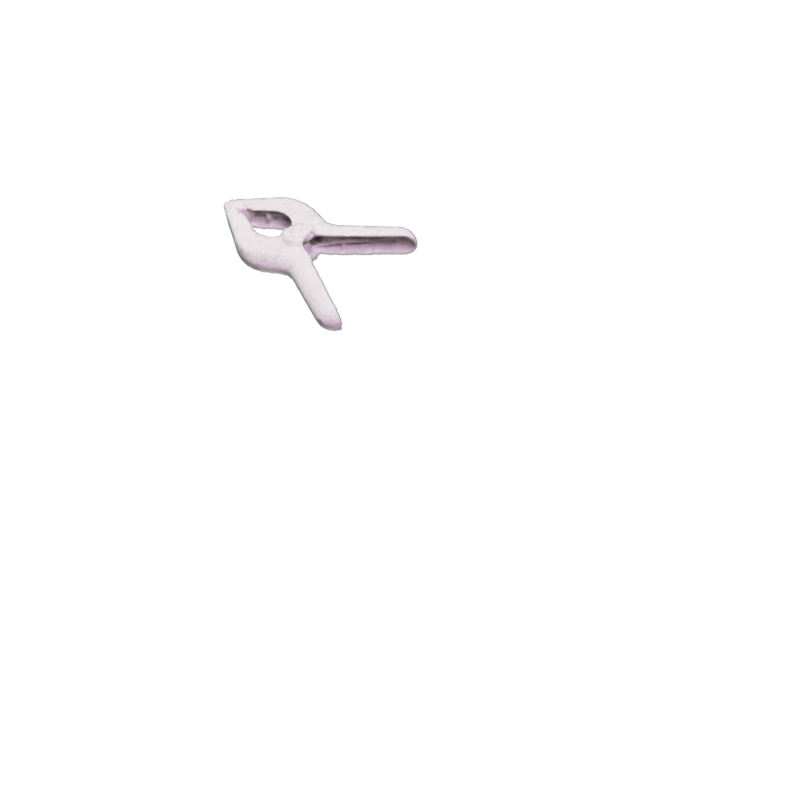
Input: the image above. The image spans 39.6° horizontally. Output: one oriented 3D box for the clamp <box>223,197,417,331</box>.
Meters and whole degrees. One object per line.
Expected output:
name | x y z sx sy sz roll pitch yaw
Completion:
clamp | -0.074 -0.135 0.948 0.121 0.036 0.183 -35 56 -29
